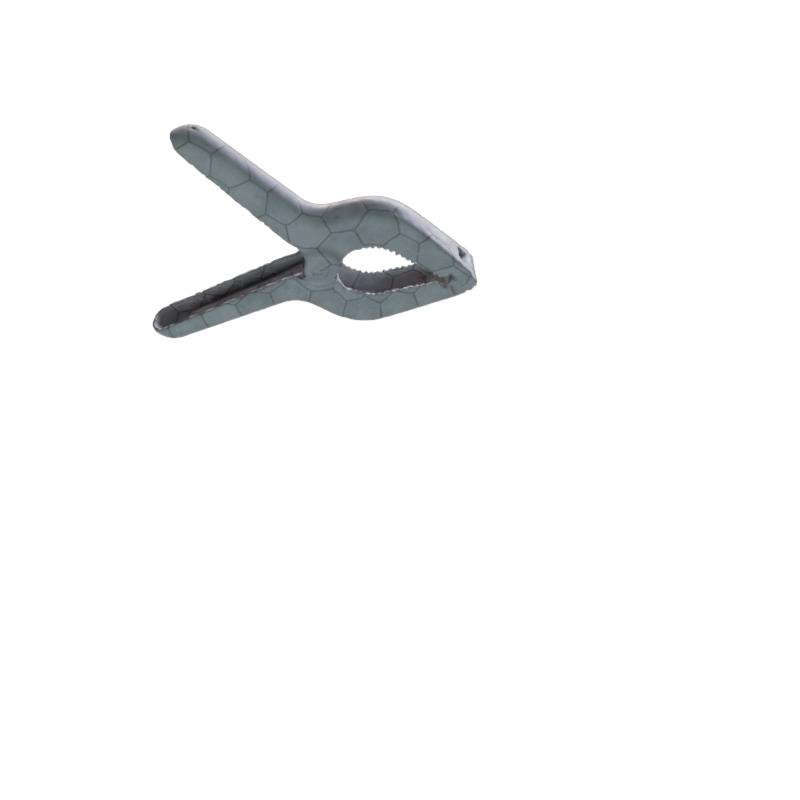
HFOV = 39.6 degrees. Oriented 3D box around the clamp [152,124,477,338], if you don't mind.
[{"bbox_3d":[-0.055,-0.100,0.699,0.209,0.154,0.039,2,44,-2],"label":"clamp"}]
